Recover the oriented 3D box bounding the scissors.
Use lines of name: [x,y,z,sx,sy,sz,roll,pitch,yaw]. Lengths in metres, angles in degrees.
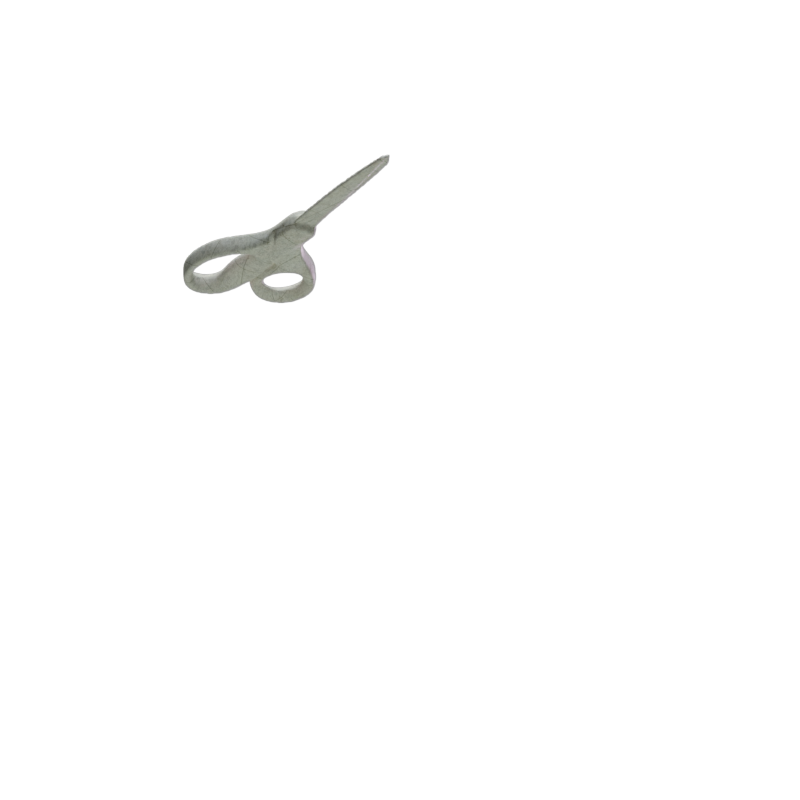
scissors: [-0.055,-0.099,0.696,0.204,0.017,0.090,-17,-26,38]
